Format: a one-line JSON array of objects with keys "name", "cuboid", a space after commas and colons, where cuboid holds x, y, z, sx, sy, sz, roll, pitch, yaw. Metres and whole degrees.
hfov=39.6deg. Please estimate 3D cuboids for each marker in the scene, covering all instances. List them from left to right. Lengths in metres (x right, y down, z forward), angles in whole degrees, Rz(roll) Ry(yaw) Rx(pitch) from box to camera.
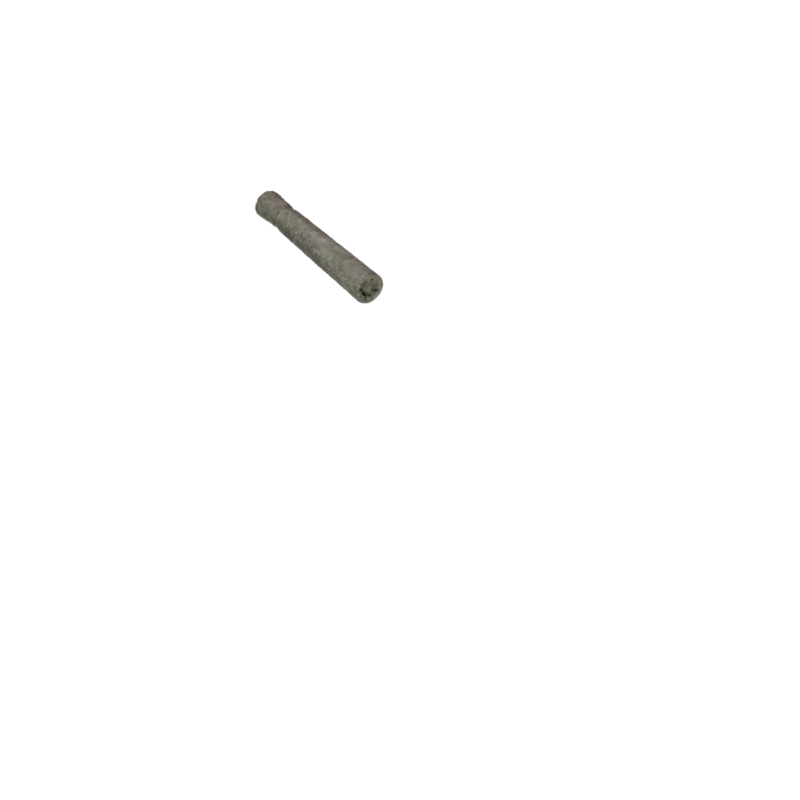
[{"name": "marker", "cuboid": [-0.052, -0.095, 0.663, 0.019, 0.019, 0.130, -3, 32, -37]}]
